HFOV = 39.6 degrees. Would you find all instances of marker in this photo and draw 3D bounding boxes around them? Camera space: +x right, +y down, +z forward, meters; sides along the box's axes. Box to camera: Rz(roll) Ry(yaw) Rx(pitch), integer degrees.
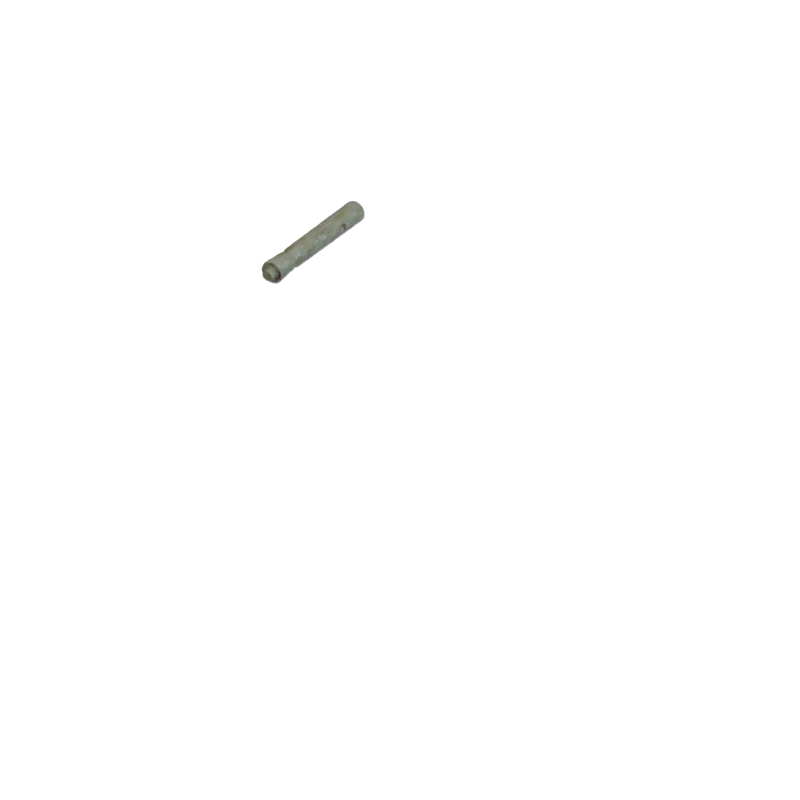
[{"bbox_3d":[-0.068,-0.124,0.867,0.020,0.019,0.123,2,32,36],"label":"marker"}]
